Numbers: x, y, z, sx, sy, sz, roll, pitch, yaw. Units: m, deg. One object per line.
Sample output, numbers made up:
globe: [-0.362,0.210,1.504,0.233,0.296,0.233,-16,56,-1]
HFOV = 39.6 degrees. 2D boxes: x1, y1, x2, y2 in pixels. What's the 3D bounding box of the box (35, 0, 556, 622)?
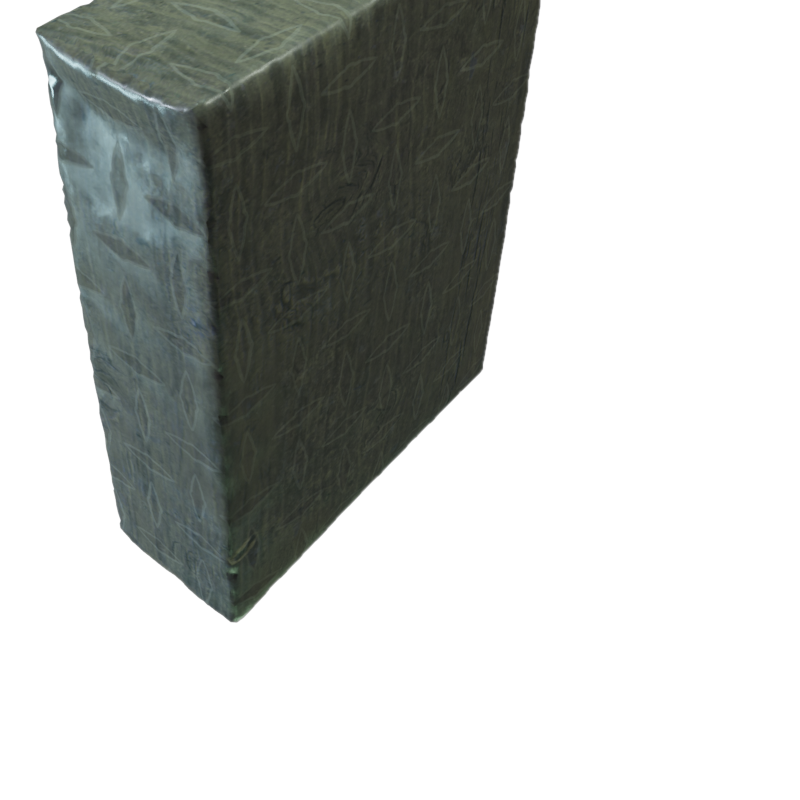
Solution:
box: [-0.030,-0.055,0.383,0.076,0.199,0.167,28,48,24]
